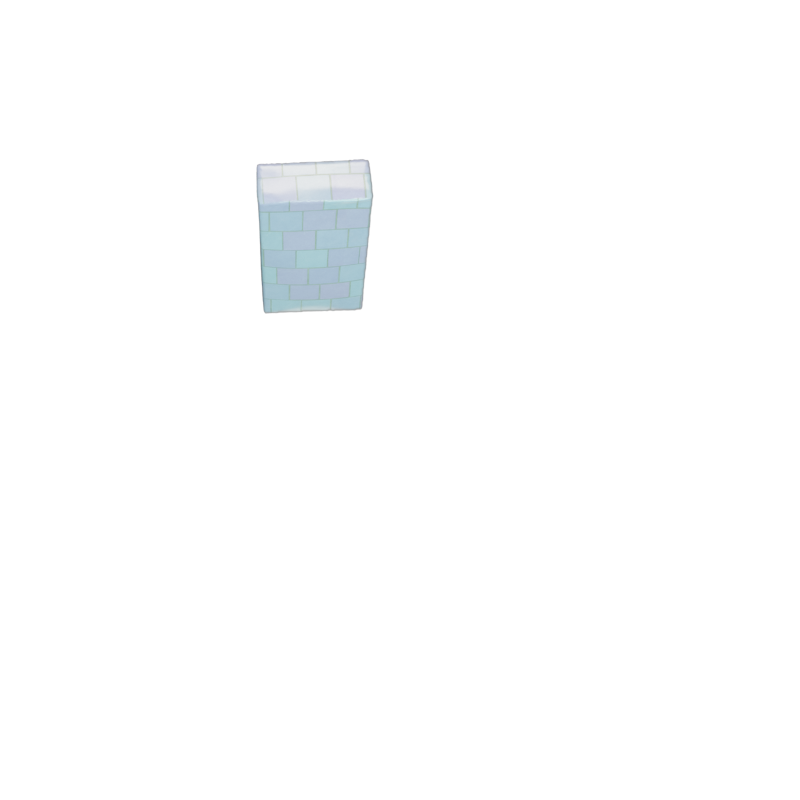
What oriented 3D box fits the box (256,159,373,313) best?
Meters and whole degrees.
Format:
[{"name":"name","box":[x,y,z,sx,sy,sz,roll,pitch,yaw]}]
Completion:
[{"name":"box","box":[-0.074,-0.135,0.945,0.093,0.051,0.166,-2,-25,-5]}]
